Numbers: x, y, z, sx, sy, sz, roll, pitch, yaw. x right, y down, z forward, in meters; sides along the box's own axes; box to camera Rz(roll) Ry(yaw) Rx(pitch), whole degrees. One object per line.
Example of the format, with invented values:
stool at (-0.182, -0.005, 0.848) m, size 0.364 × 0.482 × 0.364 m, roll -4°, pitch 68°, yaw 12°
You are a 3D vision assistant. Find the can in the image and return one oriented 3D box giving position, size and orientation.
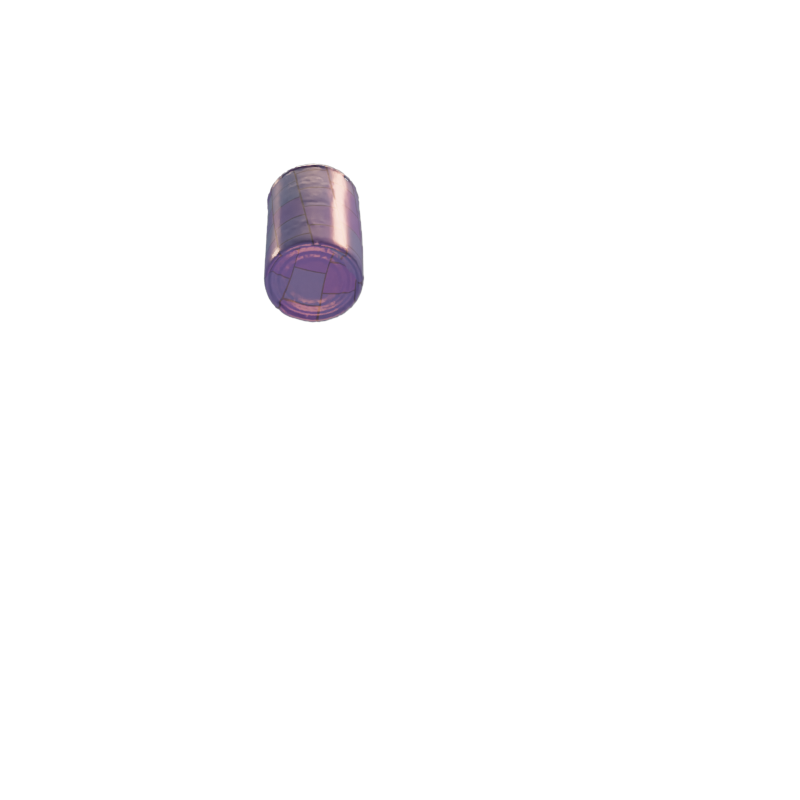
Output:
can at (-0.061, -0.110, 0.773) m, size 0.068 × 0.064 × 0.109 m, roll -1°, pitch 38°, yaw -3°
